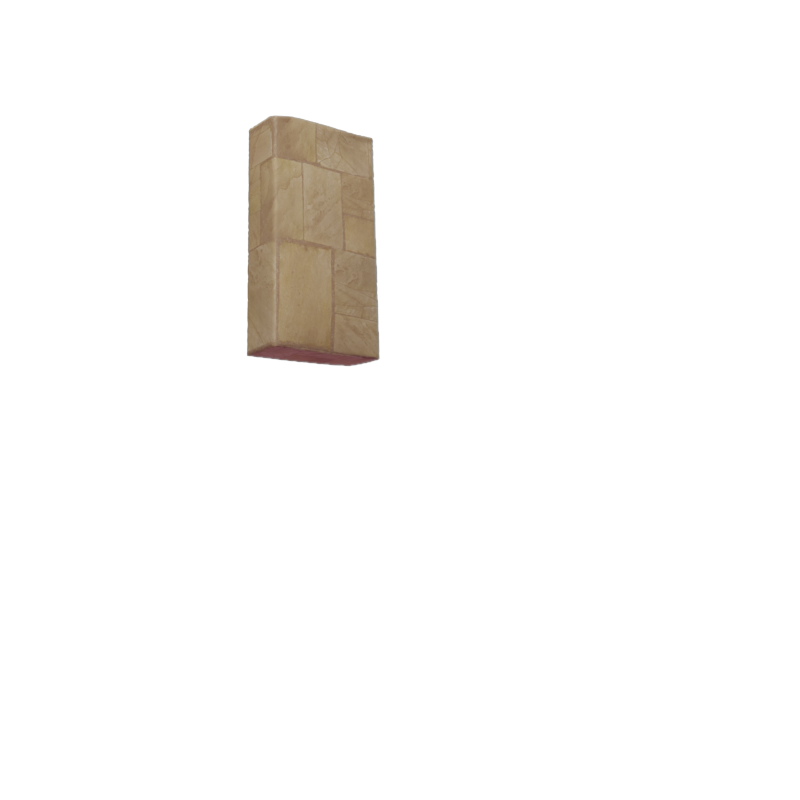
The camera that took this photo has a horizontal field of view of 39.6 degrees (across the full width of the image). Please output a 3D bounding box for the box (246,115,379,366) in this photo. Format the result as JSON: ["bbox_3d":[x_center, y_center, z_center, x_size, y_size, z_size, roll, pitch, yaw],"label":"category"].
[{"bbox_3d":[-0.064,-0.117,0.818,0.089,0.183,0.048,9,-18,-34],"label":"box"}]
